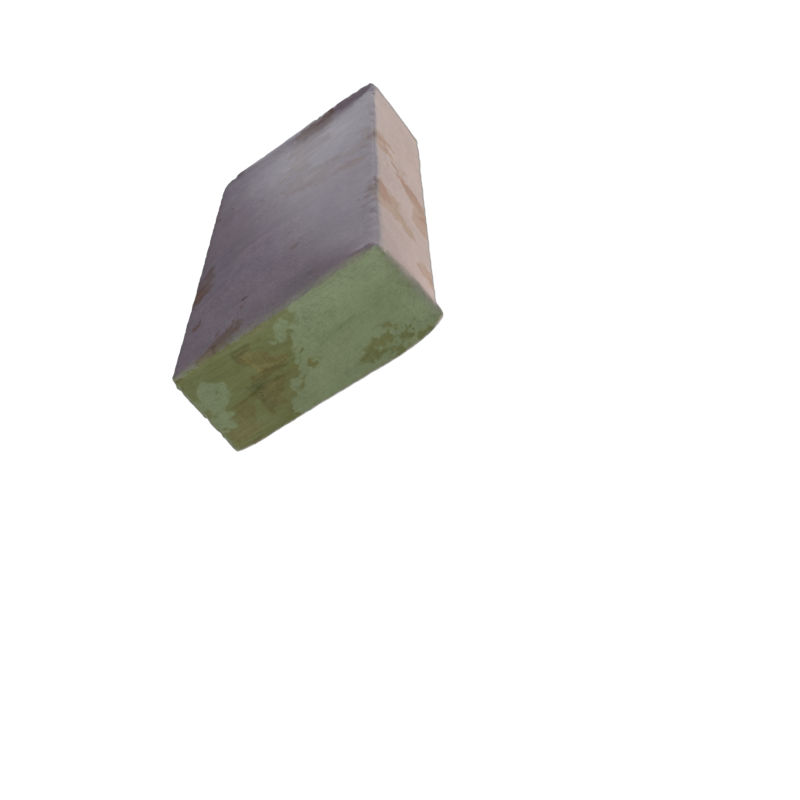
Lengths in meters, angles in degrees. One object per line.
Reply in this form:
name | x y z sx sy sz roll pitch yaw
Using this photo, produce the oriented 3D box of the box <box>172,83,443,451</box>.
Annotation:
box | -0.036 -0.066 0.458 0.093 0.045 0.188 -32 30 16
